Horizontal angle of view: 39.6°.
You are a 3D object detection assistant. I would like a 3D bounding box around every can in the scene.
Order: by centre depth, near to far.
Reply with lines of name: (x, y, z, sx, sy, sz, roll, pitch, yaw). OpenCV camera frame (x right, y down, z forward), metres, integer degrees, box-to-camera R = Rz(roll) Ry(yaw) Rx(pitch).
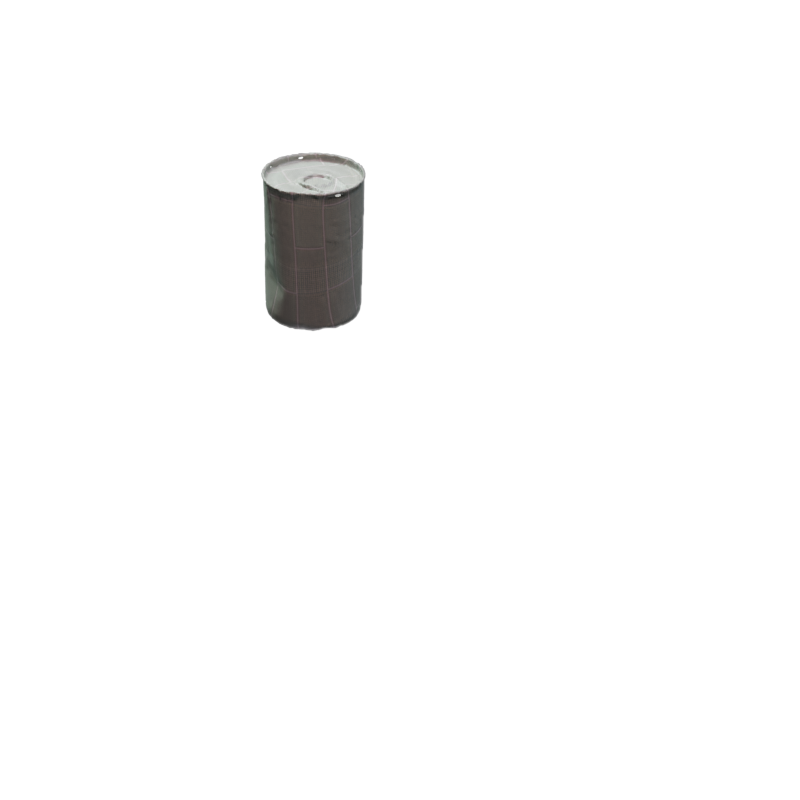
can: (-0.058, -0.106, 0.743, 0.068, 0.096, 0.073, 0, 30, -2)
